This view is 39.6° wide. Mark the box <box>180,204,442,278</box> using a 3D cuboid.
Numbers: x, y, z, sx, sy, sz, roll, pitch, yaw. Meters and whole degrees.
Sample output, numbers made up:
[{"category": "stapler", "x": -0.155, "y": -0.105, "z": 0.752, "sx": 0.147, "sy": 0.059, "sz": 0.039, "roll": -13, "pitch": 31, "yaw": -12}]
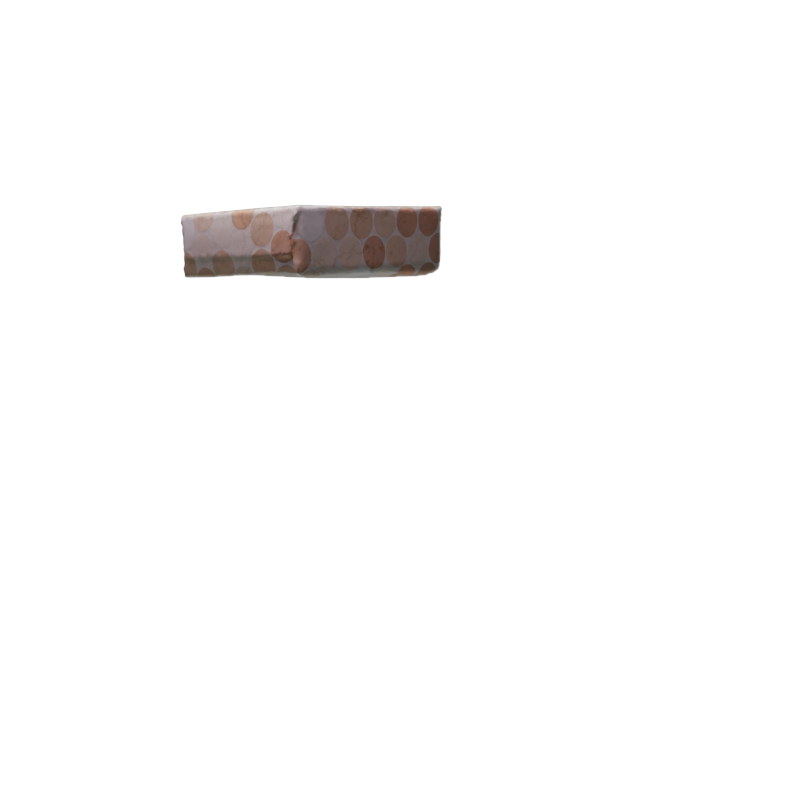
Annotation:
[{"category": "box", "x": -0.046, "y": -0.085, "z": 0.592, "sx": 0.094, "sy": 0.039, "sz": 0.109, "roll": 5, "pitch": 8, "yaw": 43}]
